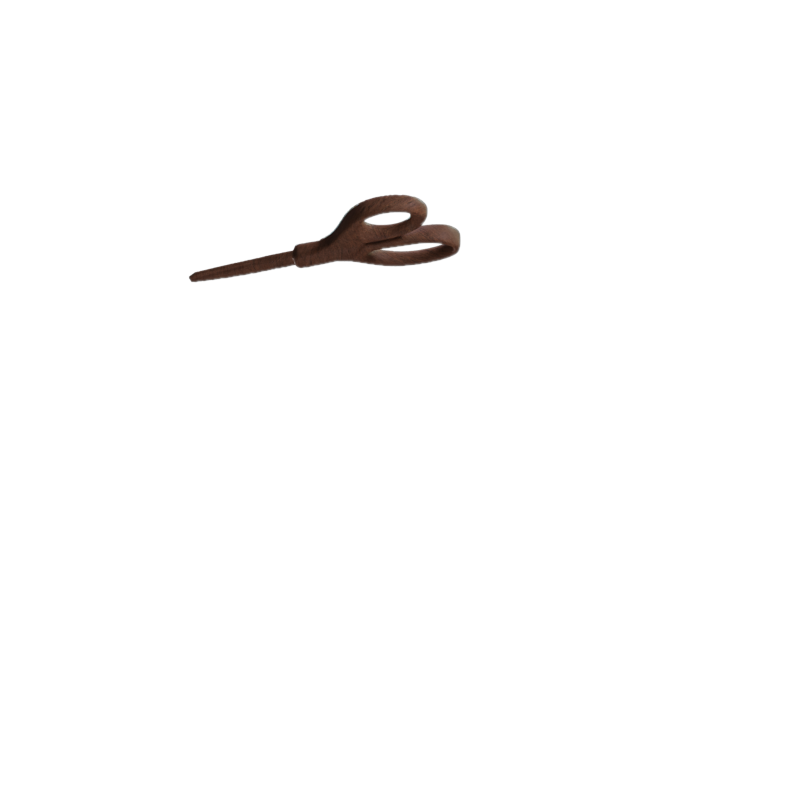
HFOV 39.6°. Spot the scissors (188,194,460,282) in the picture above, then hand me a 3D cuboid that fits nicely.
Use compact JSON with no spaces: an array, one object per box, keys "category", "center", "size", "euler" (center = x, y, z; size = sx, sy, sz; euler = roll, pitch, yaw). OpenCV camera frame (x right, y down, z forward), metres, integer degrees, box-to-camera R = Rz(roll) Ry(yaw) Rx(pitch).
[{"category":"scissors","center":[-0.060,-0.110,0.769],"size":[0.203,0.017,0.090],"euler":[-3,-21,8]}]
